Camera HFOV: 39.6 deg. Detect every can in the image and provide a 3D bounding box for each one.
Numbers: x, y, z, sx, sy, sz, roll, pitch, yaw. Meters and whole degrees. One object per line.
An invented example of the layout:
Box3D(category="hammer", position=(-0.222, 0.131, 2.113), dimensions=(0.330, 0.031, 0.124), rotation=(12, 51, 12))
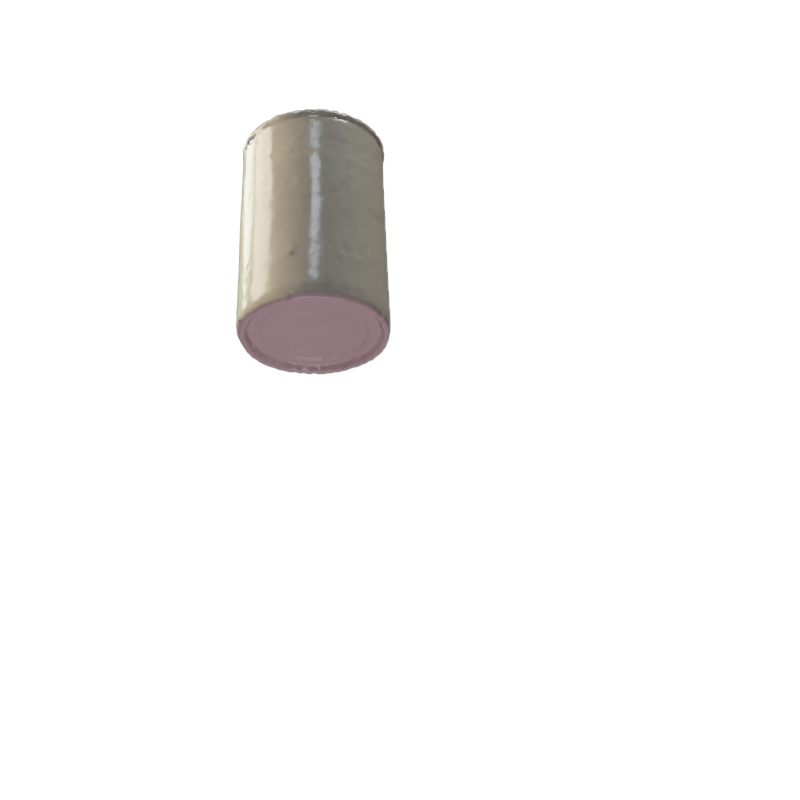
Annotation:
Box3D(category="can", position=(-0.039, -0.072, 0.503), dimensions=(0.068, 0.109, 0.064), rotation=(-1, -33, -2))
